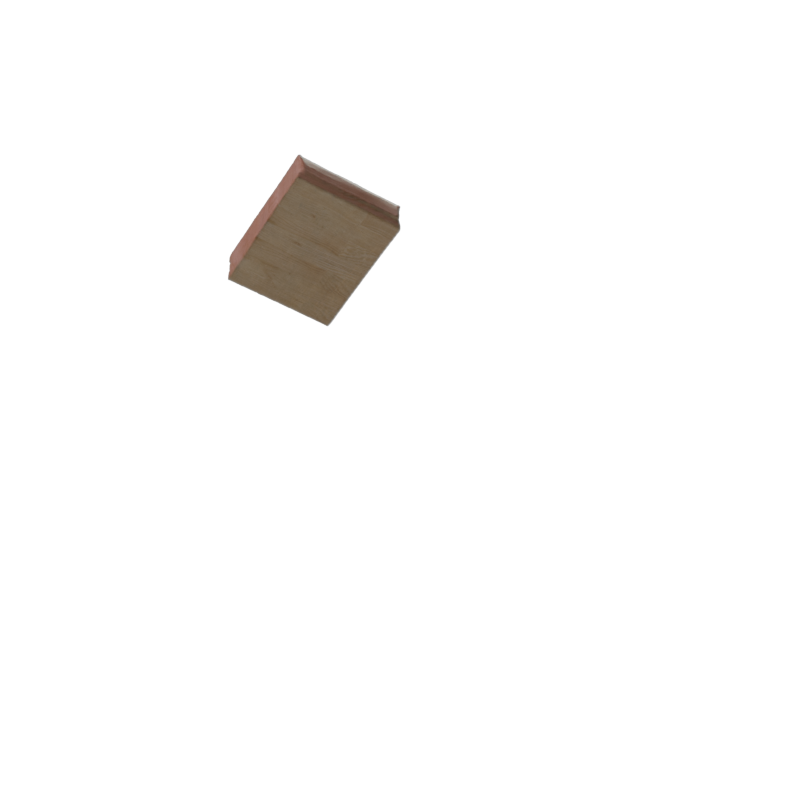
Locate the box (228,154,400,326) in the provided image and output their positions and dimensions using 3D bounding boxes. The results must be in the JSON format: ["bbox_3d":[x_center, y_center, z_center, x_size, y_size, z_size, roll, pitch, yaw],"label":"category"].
[{"bbox_3d":[-0.053,-0.097,0.678,0.070,0.087,0.032,26,32,-19],"label":"box"}]
